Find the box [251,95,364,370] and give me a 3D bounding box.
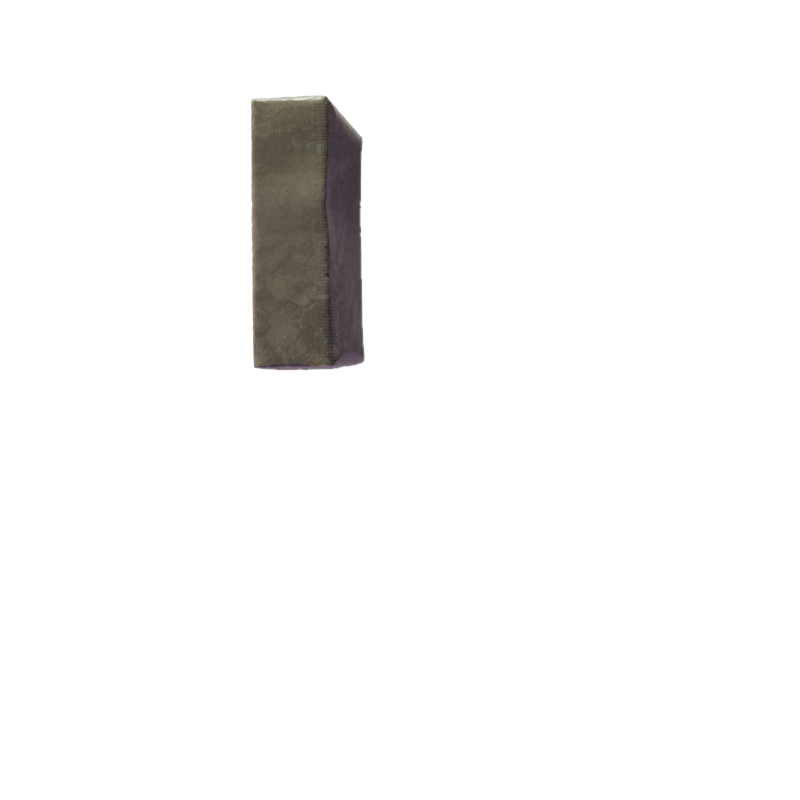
[{"bbox_3d":[-0.073,-0.133,0.934,0.073,0.217,0.160,-1,-3,8],"label":"box"}]
